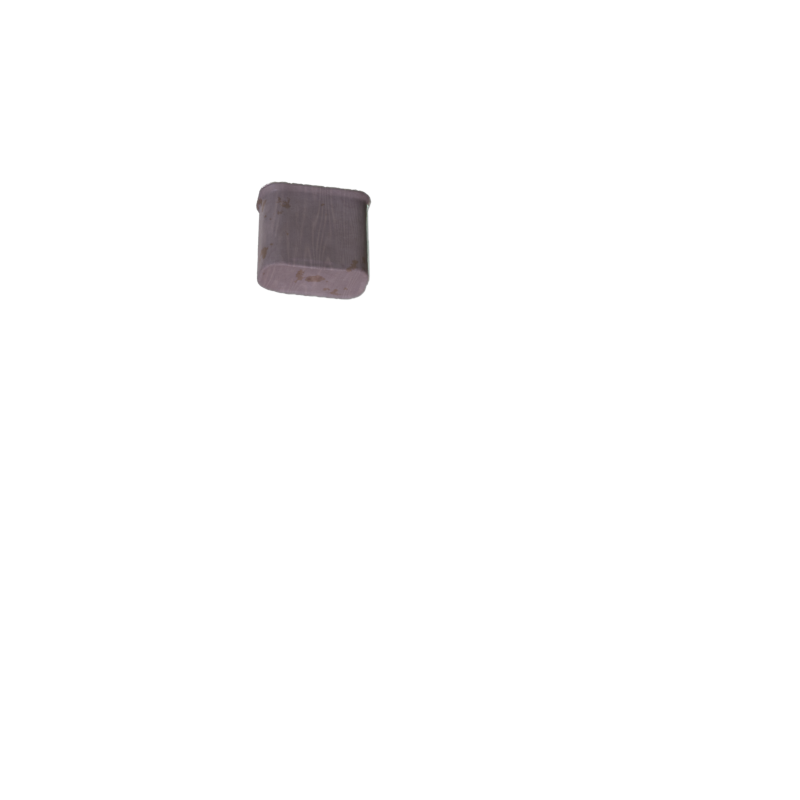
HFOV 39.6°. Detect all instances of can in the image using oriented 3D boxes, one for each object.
[{"bbox_3d":[-0.077,-0.140,0.981,0.100,0.089,0.055,4,-30,-10],"label":"can"}]
